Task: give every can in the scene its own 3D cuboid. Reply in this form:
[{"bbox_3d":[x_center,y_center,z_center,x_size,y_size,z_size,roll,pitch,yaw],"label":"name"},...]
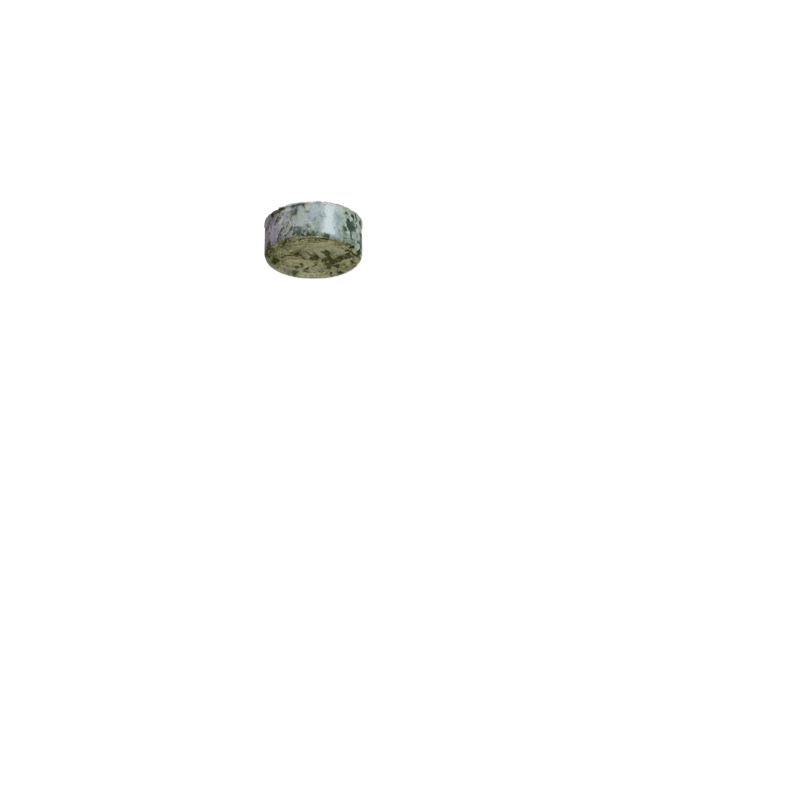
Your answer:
[{"bbox_3d":[-0.075,-0.137,0.958,0.086,0.035,0.082,0,-21,-2],"label":"can"}]
